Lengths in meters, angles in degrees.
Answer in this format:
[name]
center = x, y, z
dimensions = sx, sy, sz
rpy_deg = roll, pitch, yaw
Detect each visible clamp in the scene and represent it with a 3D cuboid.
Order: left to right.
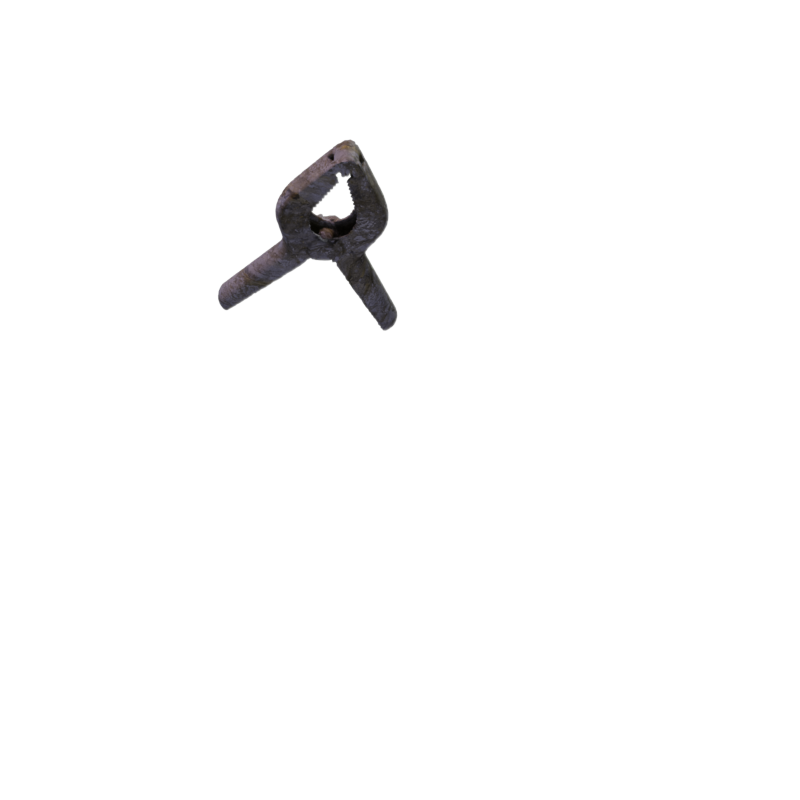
[clamp]
center = -0.075, -0.136, 0.955
dimensions = 0.164, 0.039, 0.196
rpy_deg = 3, -41, -4
